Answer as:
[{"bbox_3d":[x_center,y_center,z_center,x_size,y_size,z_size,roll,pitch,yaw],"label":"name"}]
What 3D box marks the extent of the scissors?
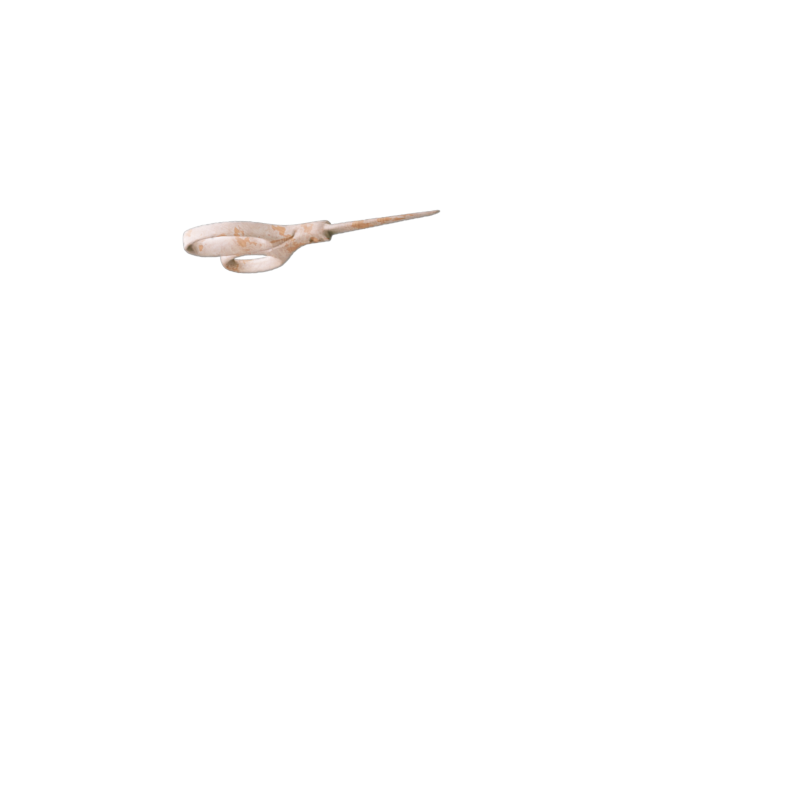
[{"bbox_3d":[-0.068,-0.124,0.867,0.204,0.016,0.091,-2,-14,8],"label":"scissors"}]
